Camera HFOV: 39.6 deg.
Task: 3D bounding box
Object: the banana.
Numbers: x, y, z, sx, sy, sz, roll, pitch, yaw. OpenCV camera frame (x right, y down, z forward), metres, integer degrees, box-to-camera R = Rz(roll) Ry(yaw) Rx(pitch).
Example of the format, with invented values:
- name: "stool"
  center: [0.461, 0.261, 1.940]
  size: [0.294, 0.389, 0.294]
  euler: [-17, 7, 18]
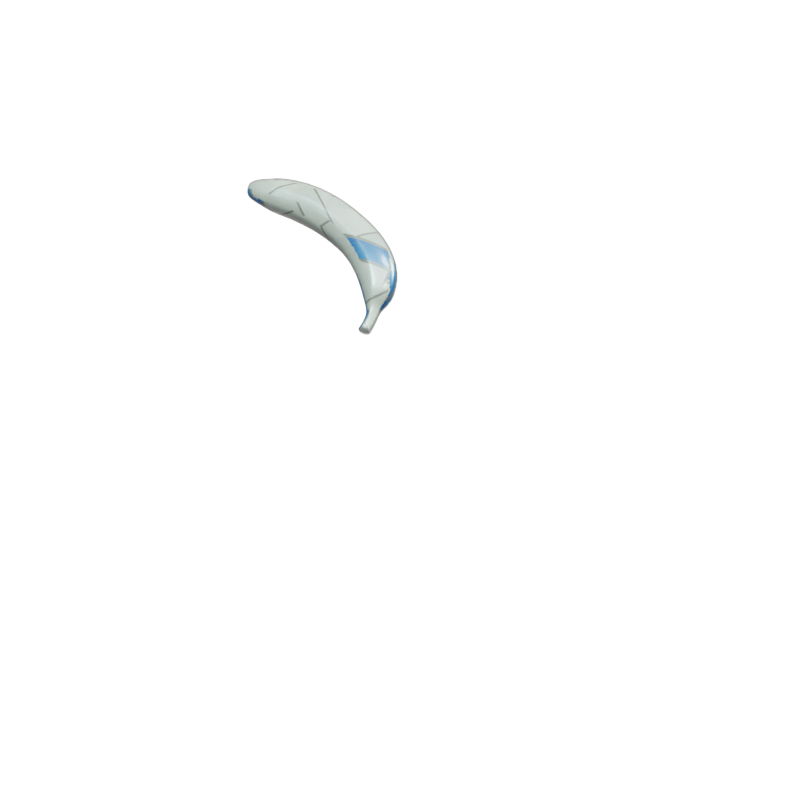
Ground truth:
- name: "banana"
  center: [-0.060, -0.147, 0.994]
  size: [0.069, 0.212, 0.034]
  euler: [-27, -33, -20]
